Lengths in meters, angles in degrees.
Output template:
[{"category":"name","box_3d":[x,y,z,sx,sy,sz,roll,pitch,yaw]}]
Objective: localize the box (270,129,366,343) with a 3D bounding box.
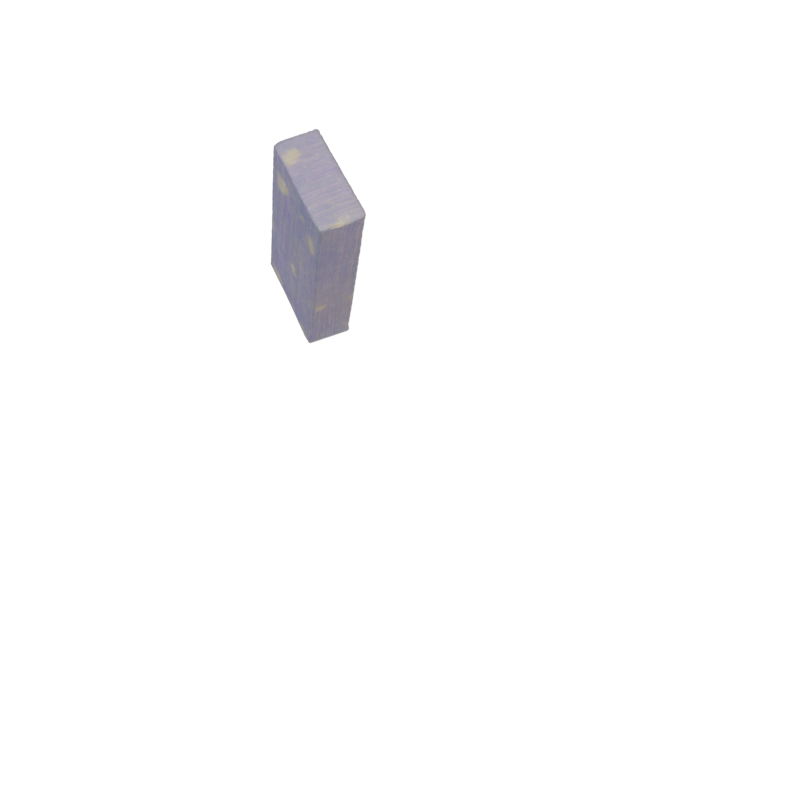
[{"category":"box","box_3d":[-0.072,-0.130,0.911,0.048,0.100,0.166,-21,-25,-14]}]
